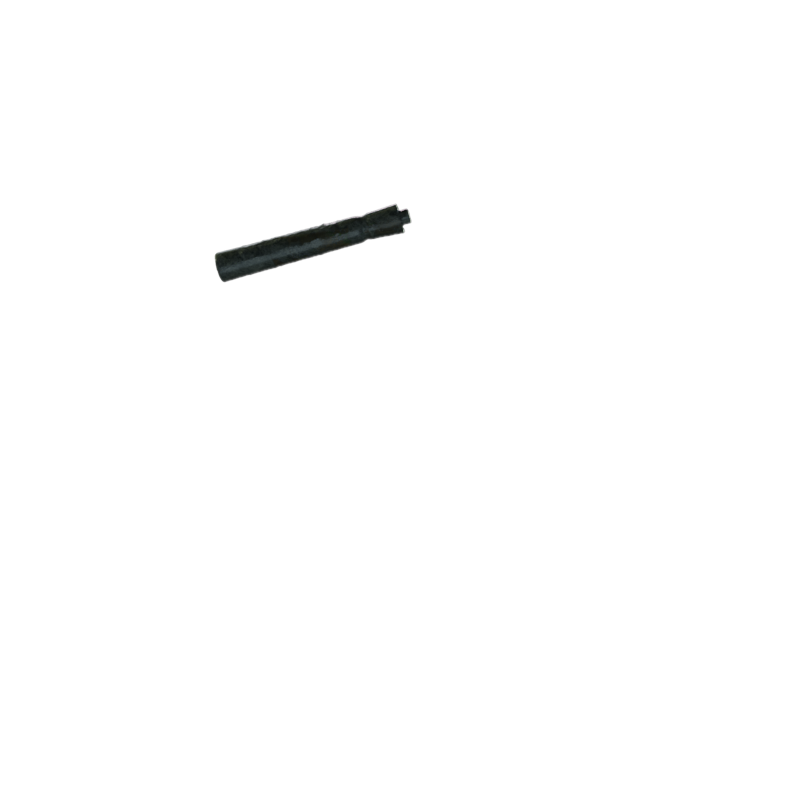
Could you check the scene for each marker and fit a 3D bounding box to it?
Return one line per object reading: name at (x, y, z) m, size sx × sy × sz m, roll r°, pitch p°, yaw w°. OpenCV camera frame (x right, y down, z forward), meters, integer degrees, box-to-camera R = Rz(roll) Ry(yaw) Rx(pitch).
marker at (-0.053, -0.096, 0.673) m, size 0.121 × 0.020 × 0.020 m, roll -14°, pitch 3°, yaw 7°
